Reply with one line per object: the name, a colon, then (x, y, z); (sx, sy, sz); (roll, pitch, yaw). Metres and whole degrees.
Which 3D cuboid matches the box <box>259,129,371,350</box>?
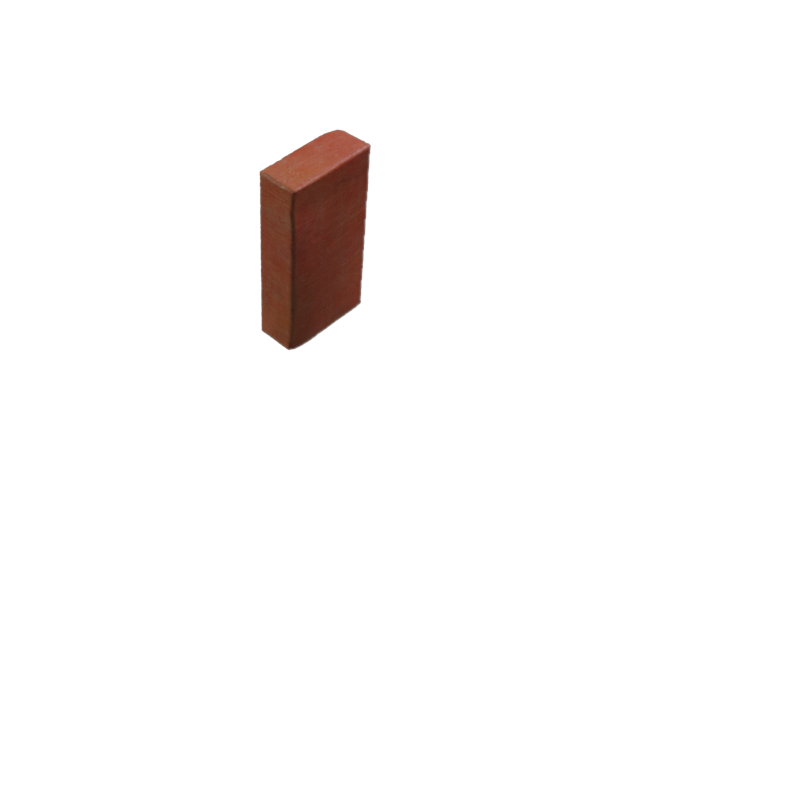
box: (-0.073, -0.134, 0.934); (0.051, 0.164, 0.094); (31, 49, 28)
